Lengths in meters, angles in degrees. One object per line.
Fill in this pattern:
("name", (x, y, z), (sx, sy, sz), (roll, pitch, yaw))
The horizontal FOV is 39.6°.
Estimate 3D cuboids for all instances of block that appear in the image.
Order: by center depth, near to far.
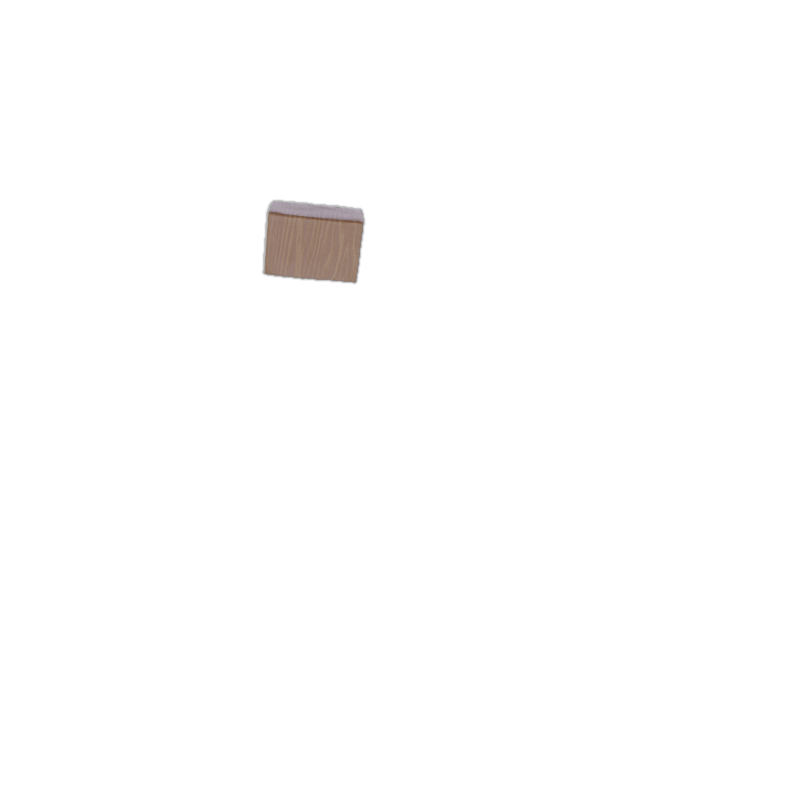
("block", (-0.071, -0.129, 0.903), (0.078, 0.051, 0.053), (6, 17, -3))
